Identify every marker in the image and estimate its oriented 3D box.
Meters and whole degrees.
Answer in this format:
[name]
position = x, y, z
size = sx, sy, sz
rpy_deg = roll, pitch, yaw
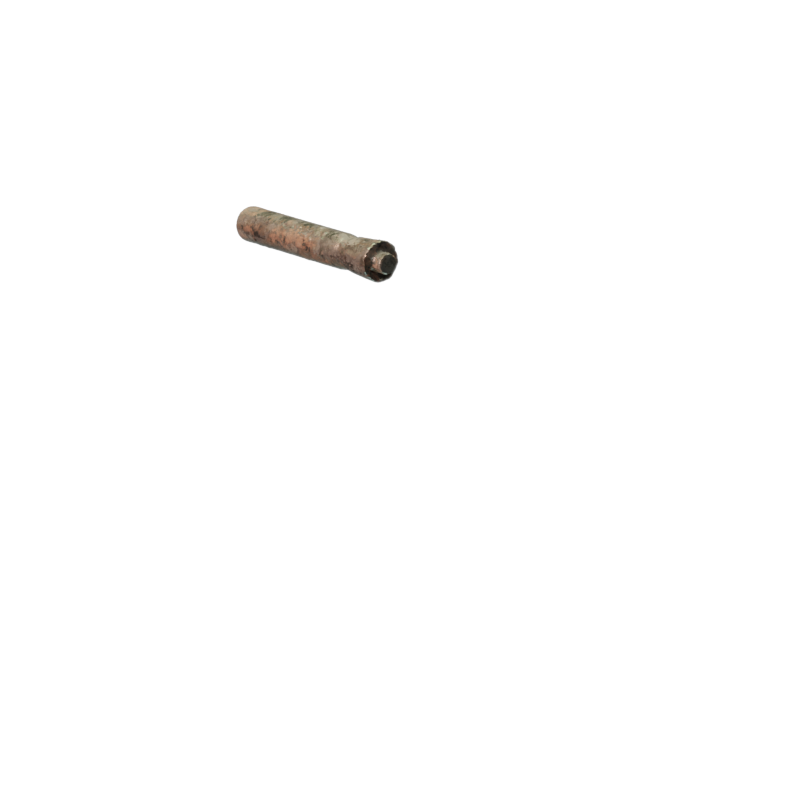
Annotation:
[marker]
position = -0.041, -0.075, 0.529
size = 0.019, 0.019, 0.128
rpy_deg = -3, 17, -35
